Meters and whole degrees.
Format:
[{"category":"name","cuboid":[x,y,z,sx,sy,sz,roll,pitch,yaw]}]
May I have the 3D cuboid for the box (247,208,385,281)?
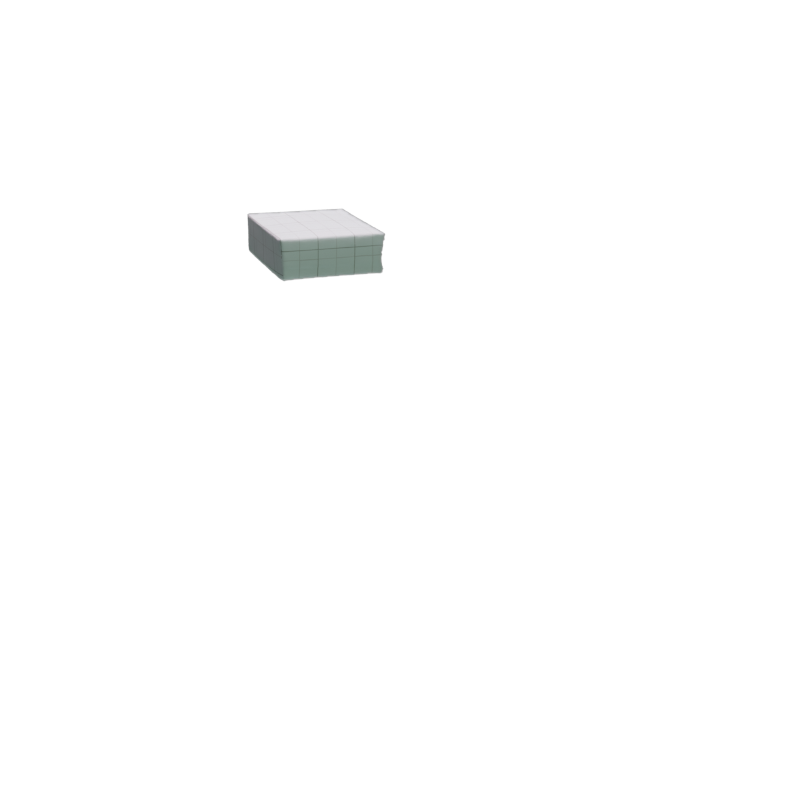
[{"category":"box","cuboid":[-0.074,-0.134,0.939,0.088,0.037,0.120,-7,23,-18]}]
